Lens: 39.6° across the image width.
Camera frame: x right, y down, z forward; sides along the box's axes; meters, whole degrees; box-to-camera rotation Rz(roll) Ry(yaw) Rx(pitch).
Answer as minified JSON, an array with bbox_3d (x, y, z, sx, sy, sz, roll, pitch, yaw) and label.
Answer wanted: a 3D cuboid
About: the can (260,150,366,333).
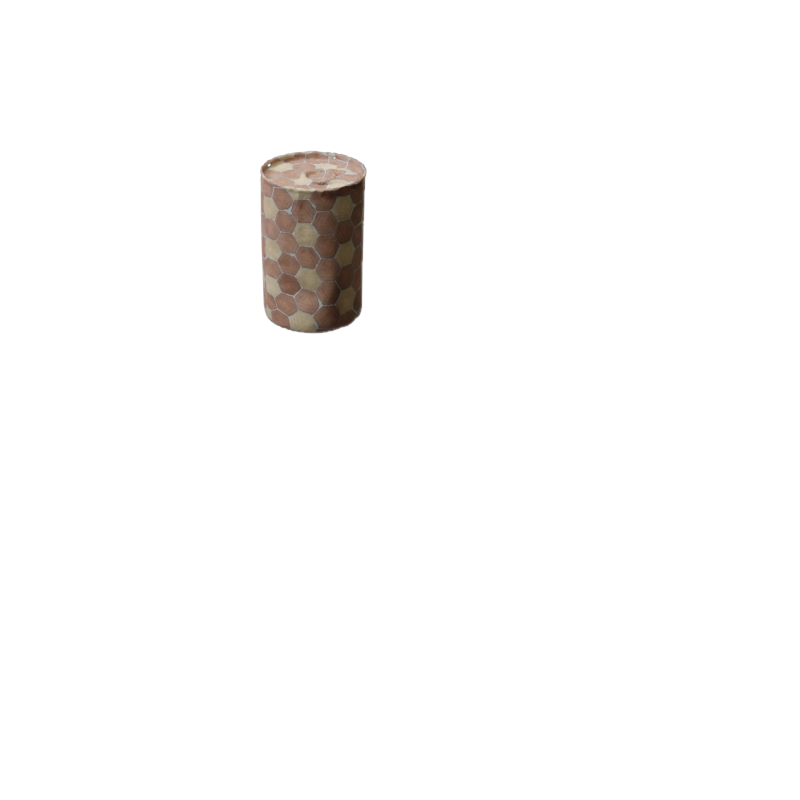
[{"bbox_3d":[-0.057,-0.104,0.725,0.068,0.097,0.073,0,28,-2],"label":"can"}]
